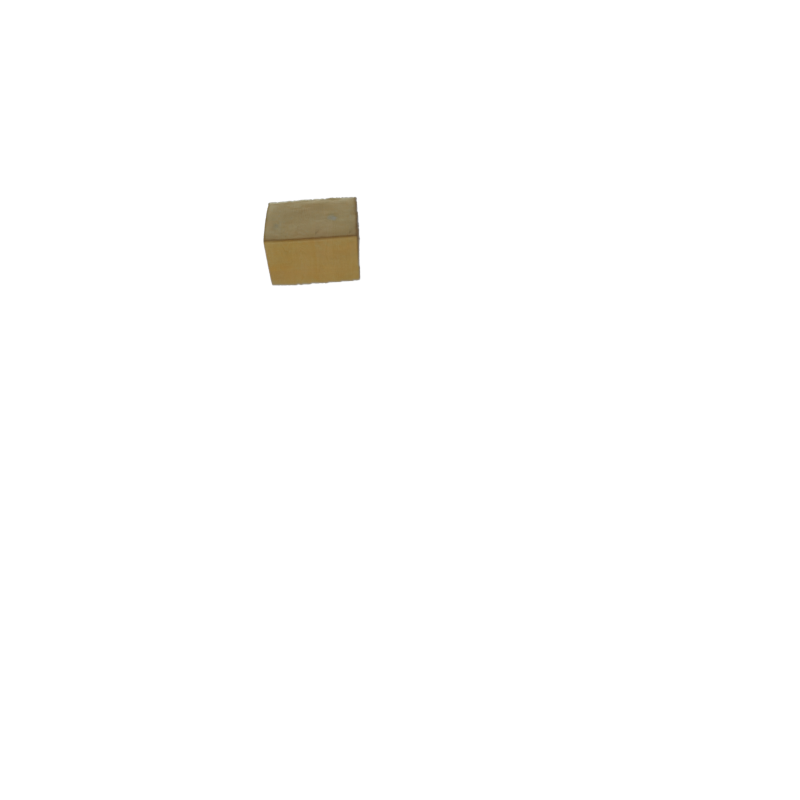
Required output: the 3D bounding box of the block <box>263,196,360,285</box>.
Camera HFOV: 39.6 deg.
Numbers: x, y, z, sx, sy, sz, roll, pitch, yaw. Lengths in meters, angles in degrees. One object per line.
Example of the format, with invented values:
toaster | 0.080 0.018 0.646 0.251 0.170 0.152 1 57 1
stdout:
block | -0.073 -0.133 0.935 0.078 0.055 0.049 -3 -44 2
